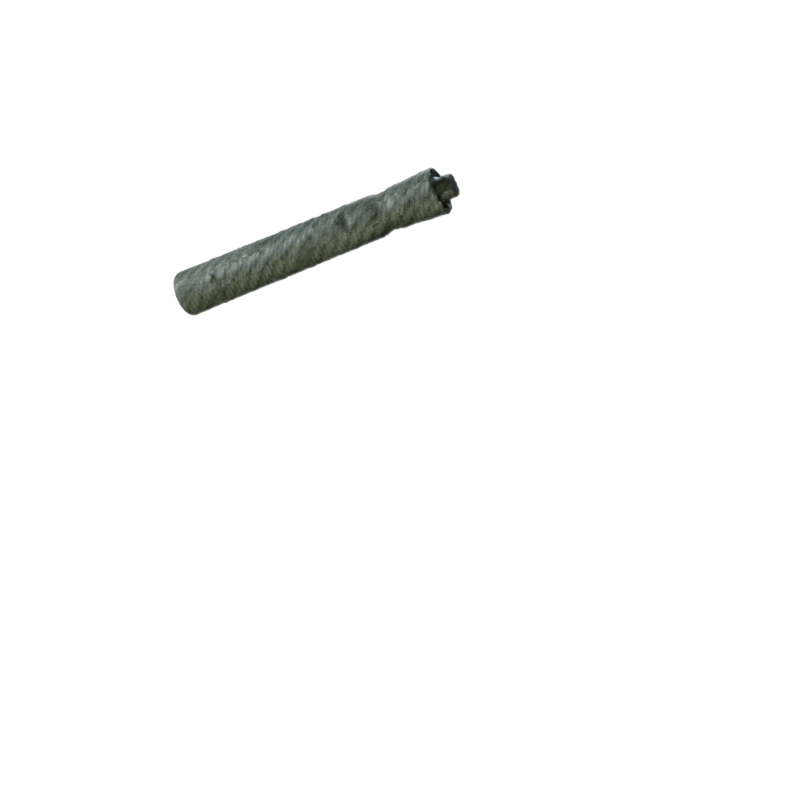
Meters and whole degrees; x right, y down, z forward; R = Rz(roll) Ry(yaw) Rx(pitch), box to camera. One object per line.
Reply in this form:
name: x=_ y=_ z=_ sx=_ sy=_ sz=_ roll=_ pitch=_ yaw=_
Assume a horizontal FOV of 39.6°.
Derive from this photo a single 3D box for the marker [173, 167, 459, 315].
marker: x=-0.034 y=-0.061 z=0.431 sx=0.122 sy=0.020 sz=0.019 roll=-19 pitch=-3 yaw=21
